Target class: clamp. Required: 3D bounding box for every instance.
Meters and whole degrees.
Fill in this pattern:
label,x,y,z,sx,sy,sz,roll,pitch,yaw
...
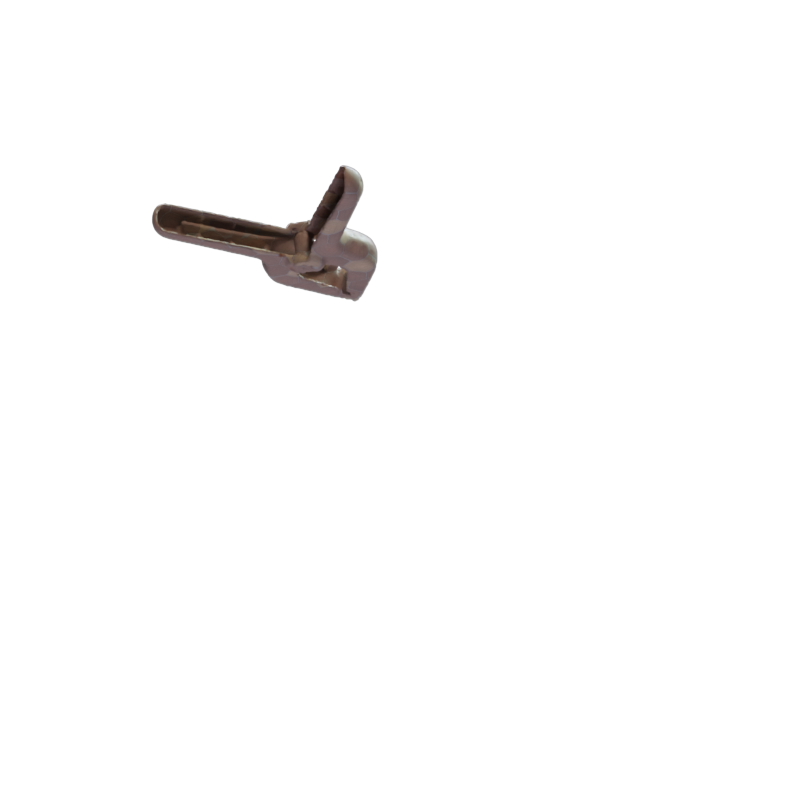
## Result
label,x,y,z,sx,sy,sz,roll,pitch,yaw
clamp,-0.068,-0.123,0.863,0.168,0.038,0.197,-8,-18,27
